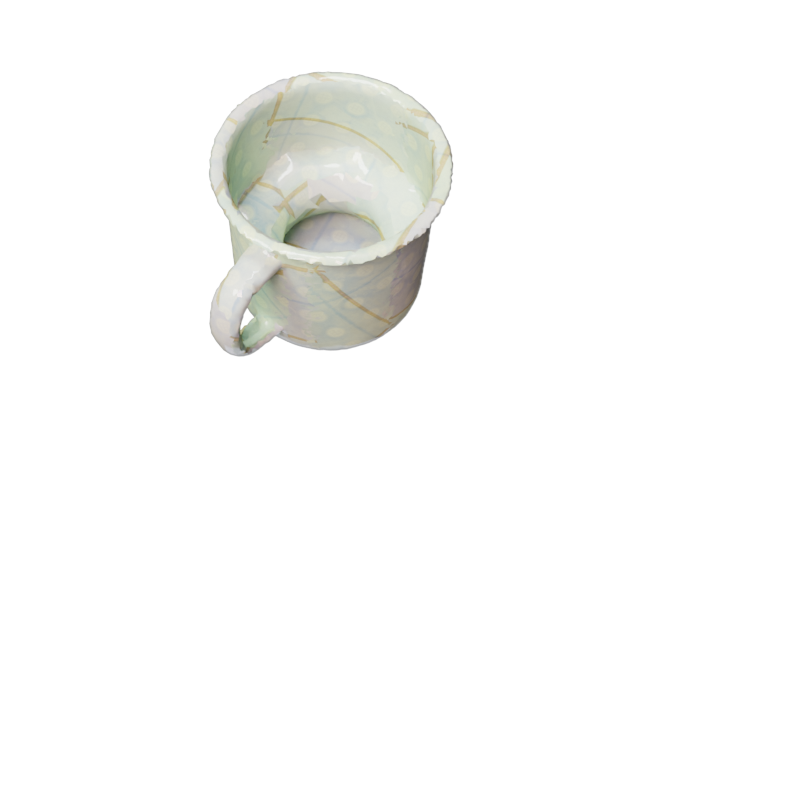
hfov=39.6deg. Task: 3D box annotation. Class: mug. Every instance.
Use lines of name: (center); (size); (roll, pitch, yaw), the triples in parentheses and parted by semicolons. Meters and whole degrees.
mug: (-0.035, -0.064, 0.449); (0.097, 0.120, 0.076); (29, -27, 15)
